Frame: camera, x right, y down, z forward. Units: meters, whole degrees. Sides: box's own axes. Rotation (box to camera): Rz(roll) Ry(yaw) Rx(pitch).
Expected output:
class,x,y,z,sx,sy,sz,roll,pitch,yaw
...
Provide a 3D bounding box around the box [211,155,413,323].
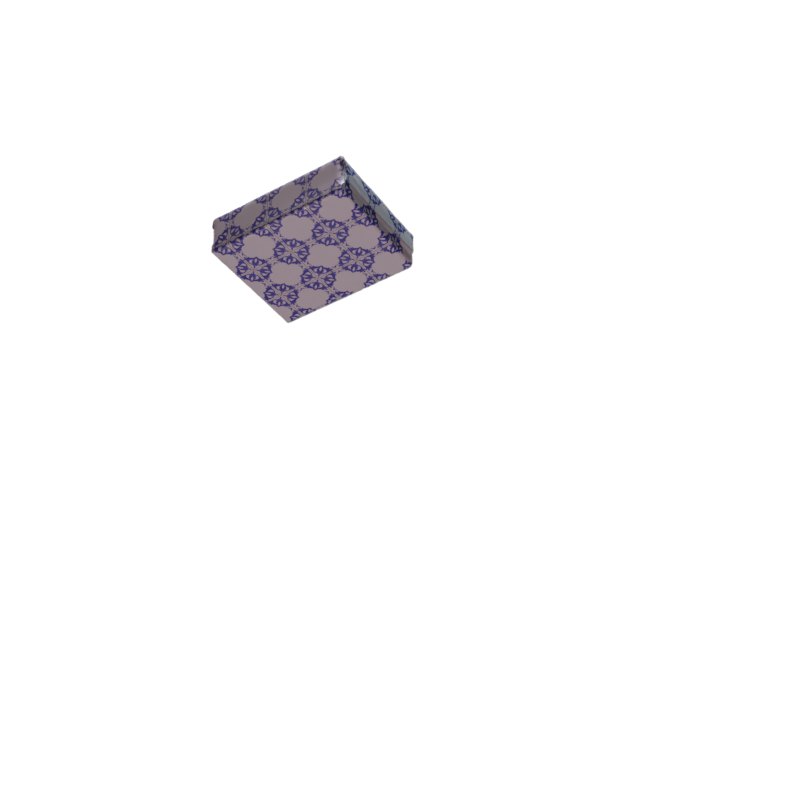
class,x,y,z,sx,sy,sz,roll,pitch,yaw
box,-0.048,-0.088,0.616,0.090,0.032,0.068,-23,-45,24
